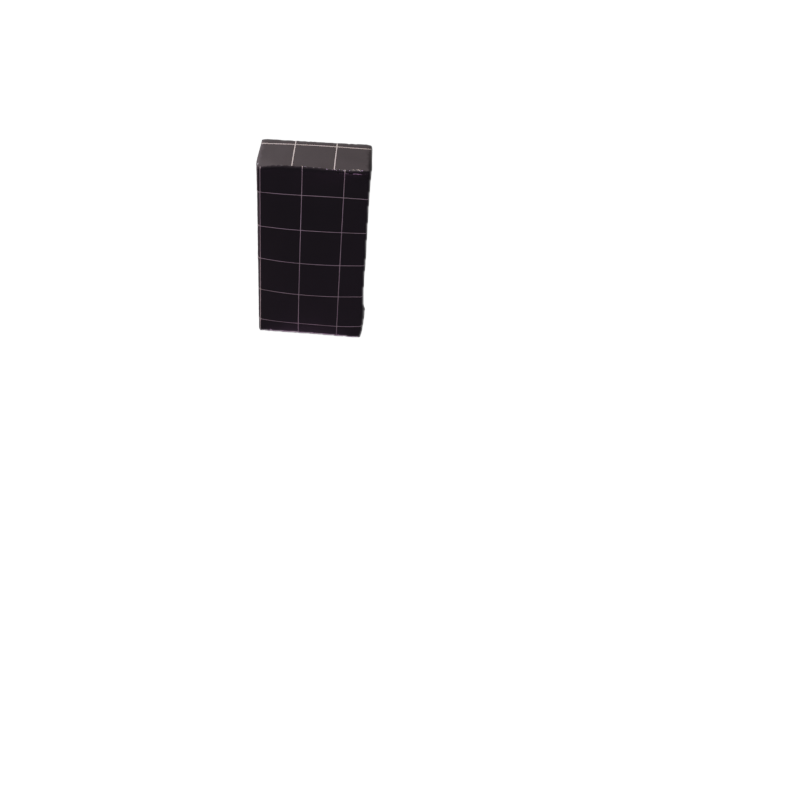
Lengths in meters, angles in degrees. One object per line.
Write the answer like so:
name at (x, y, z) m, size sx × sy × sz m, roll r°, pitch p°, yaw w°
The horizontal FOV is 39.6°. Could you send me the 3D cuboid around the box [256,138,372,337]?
box at (-0.073, -0.133, 0.933) m, size 0.094 × 0.164 × 0.051 m, roll 5°, pitch 43°, yaw 1°
